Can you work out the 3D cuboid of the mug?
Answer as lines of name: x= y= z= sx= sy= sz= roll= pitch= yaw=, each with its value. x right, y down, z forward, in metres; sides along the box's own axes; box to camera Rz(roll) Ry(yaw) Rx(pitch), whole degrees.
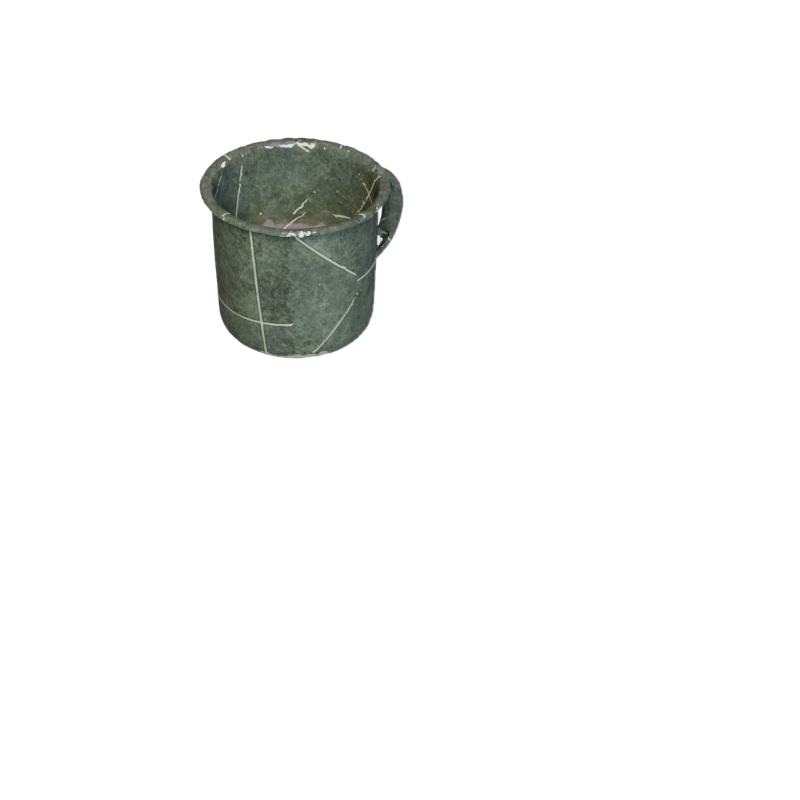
mug: x=-0.045 y=-0.081 z=0.569 sx=0.117 sy=0.076 sz=0.100 roll=-31 pitch=48 yaw=-34
